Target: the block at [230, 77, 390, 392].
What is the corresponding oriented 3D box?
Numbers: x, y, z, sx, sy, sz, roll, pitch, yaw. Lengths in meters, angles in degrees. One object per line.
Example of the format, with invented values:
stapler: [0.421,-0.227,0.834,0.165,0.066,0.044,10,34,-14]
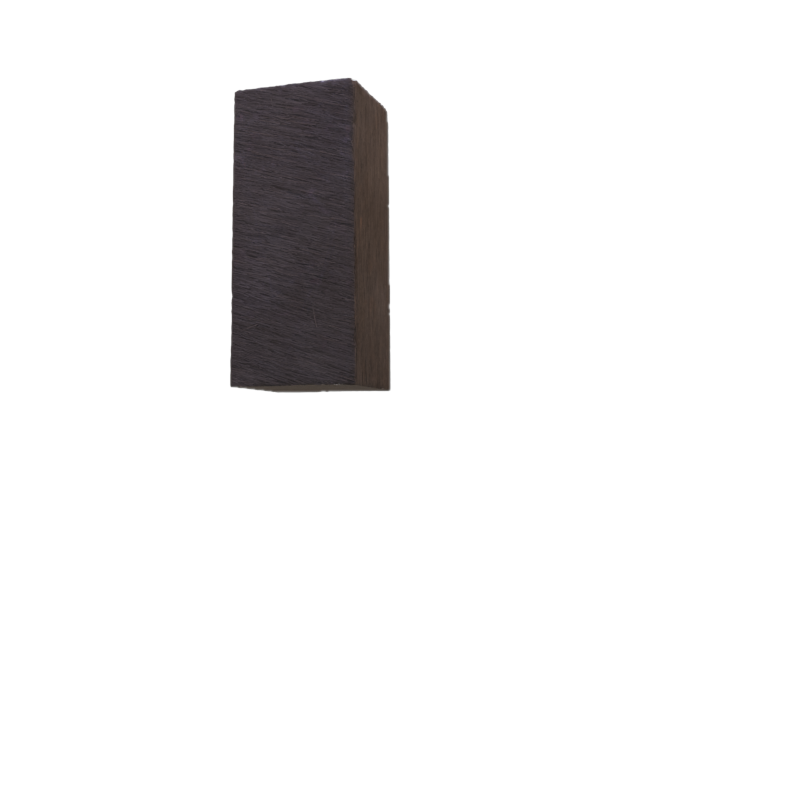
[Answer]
block: [-0.061,-0.112,0.781,0.092,0.211,0.087,-3,-9,17]
